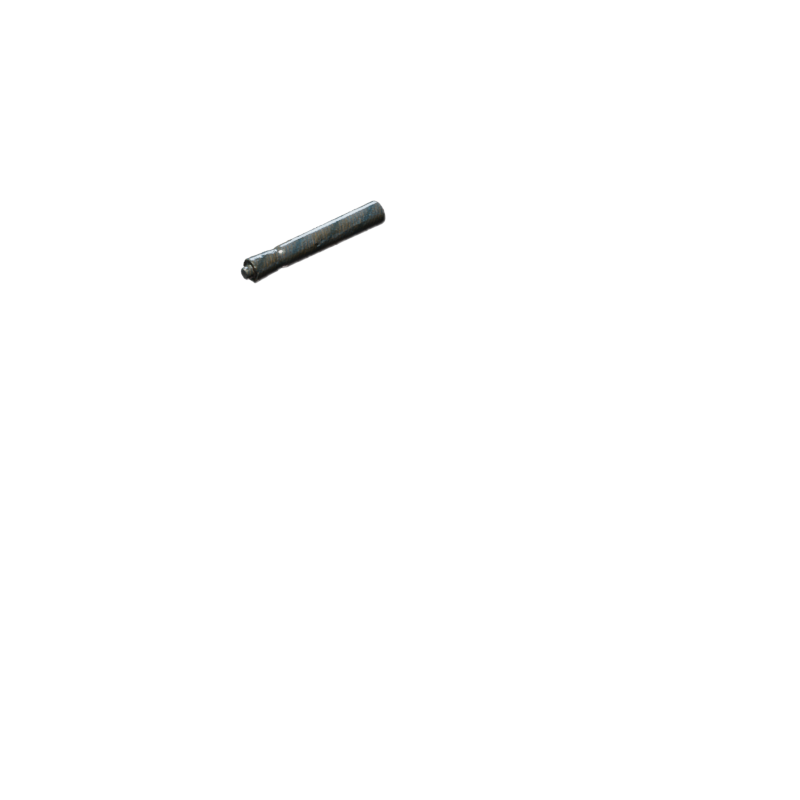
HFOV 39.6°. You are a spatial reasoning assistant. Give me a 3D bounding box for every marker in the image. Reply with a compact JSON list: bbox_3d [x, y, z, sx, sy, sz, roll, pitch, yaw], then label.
[{"bbox_3d":[-0.063,-0.115,0.803,0.121,0.019,0.020,-29,18,-27],"label":"marker"}]
